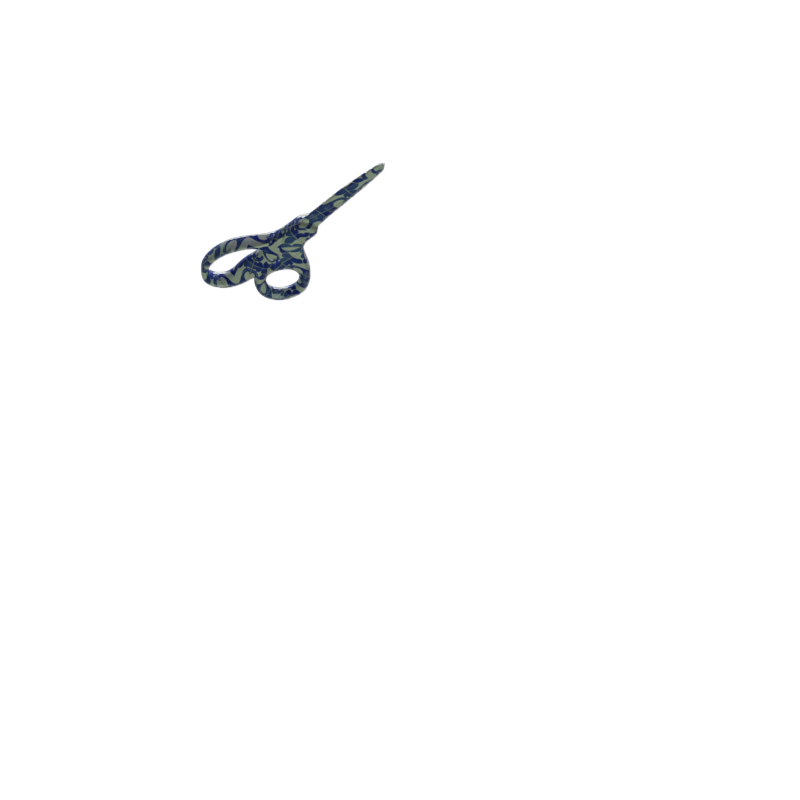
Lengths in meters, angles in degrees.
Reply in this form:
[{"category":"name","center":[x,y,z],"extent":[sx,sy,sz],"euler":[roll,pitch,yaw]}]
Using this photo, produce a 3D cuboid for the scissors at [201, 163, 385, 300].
[{"category":"scissors","center":[-0.067,-0.122,0.858],"extent":[0.203,0.017,0.089],"euler":[-19,-32,32]}]
